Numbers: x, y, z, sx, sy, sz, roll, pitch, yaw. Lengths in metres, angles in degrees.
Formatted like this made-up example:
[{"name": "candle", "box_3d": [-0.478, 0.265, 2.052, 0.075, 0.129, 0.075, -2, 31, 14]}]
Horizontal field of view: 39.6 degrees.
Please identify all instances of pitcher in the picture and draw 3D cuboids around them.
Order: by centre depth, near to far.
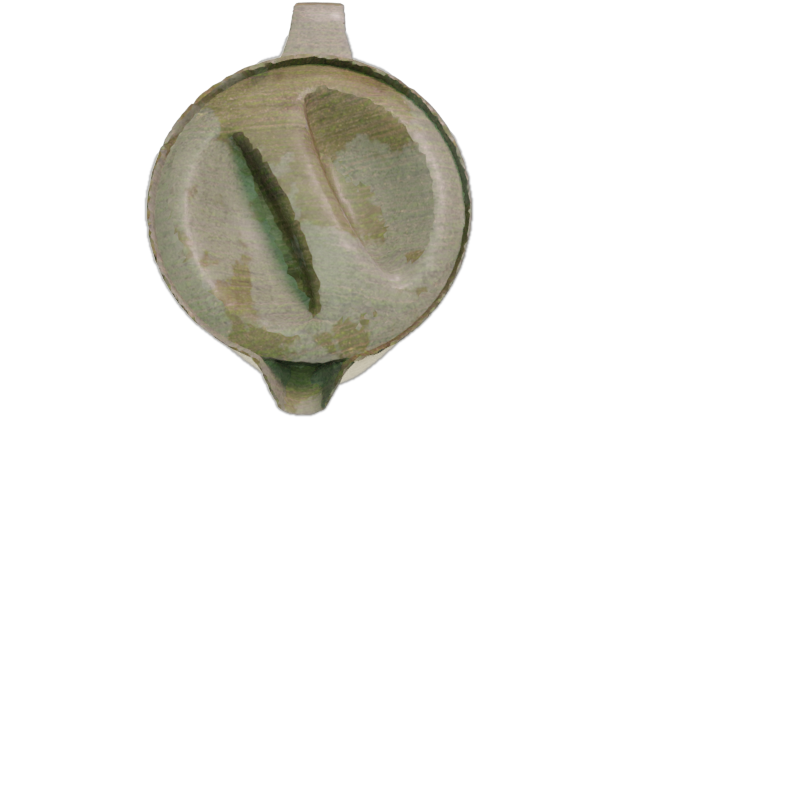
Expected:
[{"name": "pitcher", "box_3d": [-0.044, -0.081, 0.565, 0.150, 0.147, 0.238, -44, -3, -7]}]
